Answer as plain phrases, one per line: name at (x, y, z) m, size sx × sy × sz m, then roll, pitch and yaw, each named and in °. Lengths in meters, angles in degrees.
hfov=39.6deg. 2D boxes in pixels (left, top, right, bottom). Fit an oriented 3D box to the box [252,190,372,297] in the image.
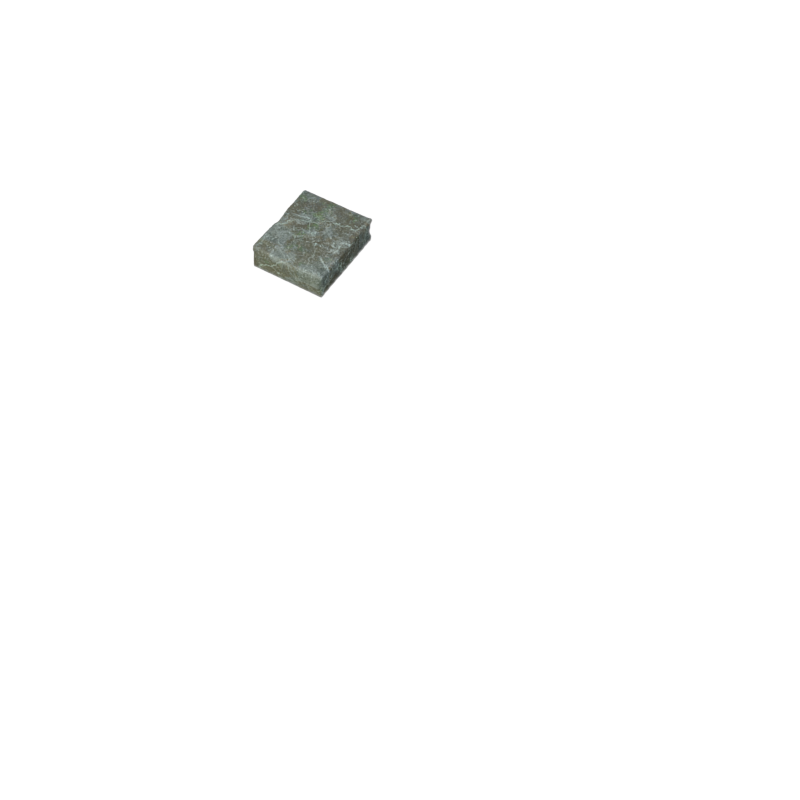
box at (-0.078, -0.142, 0.995) m, size 0.076 × 0.092 × 0.028 m, roll 25°, pitch -36°, yaw 19°
